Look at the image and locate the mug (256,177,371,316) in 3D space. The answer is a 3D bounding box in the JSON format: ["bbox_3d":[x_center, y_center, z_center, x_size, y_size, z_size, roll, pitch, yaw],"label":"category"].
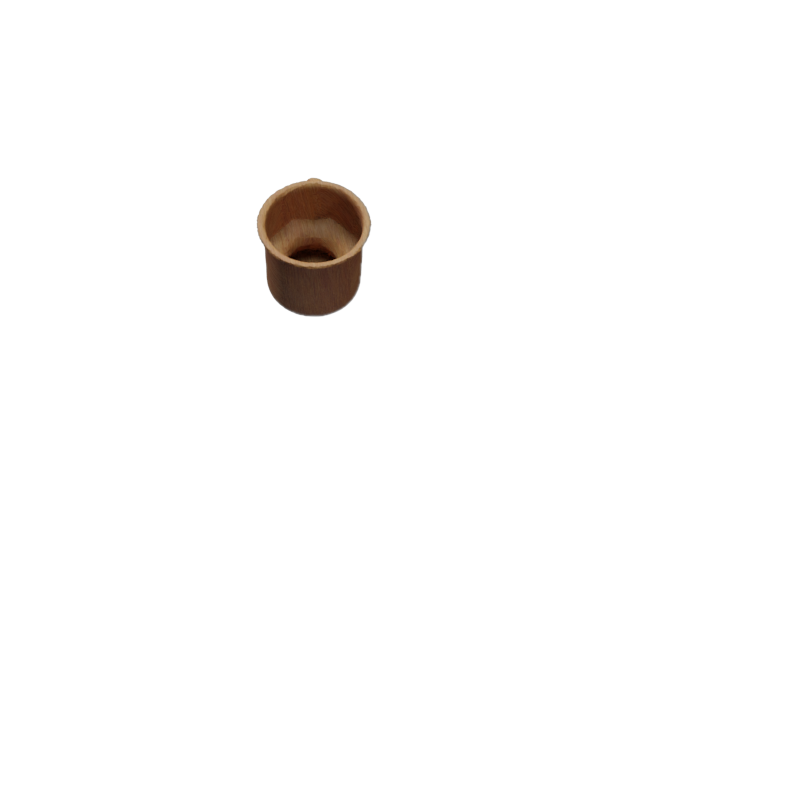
[{"bbox_3d":[-0.074,-0.134,0.940,0.093,0.126,0.076,-2,-35,-3],"label":"mug"}]
